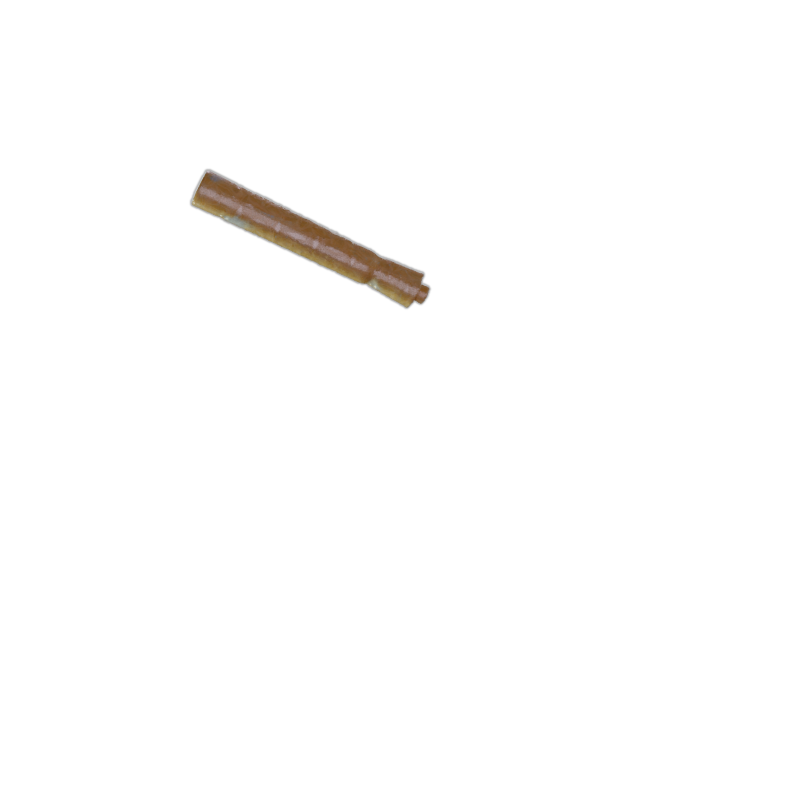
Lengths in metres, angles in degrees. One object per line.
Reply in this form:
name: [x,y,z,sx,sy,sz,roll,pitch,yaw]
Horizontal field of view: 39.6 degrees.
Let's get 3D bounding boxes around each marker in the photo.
marker: [-0.041,-0.076,0.529,0.120,0.020,0.020,25,1,-4]
